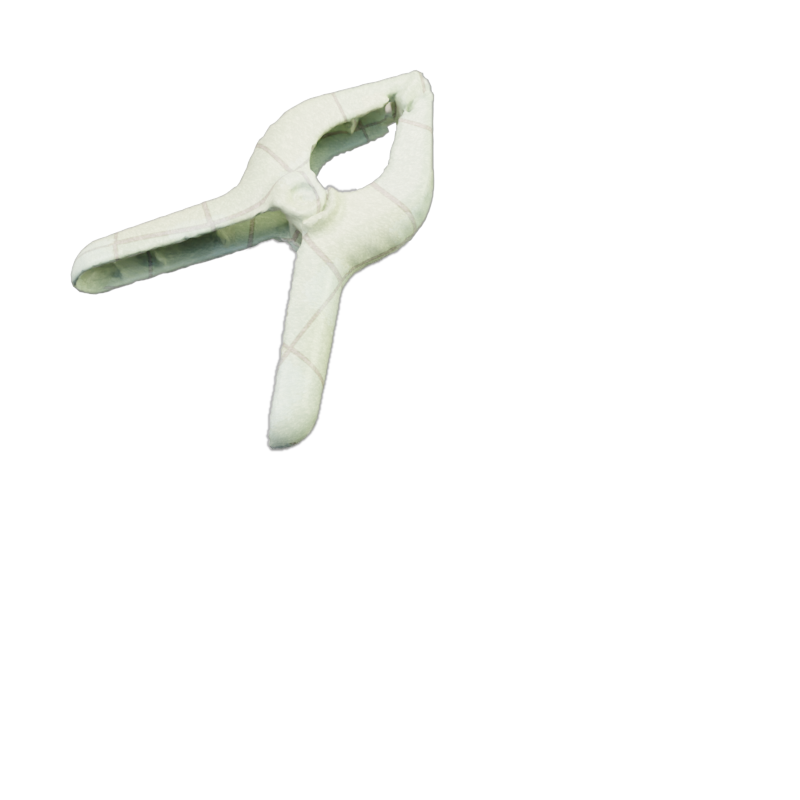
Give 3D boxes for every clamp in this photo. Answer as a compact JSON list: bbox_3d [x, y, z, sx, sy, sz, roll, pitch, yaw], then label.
[{"bbox_3d":[-0.036,-0.065,0.456,0.173,0.125,0.037,-41,-15,-14],"label":"clamp"}]
